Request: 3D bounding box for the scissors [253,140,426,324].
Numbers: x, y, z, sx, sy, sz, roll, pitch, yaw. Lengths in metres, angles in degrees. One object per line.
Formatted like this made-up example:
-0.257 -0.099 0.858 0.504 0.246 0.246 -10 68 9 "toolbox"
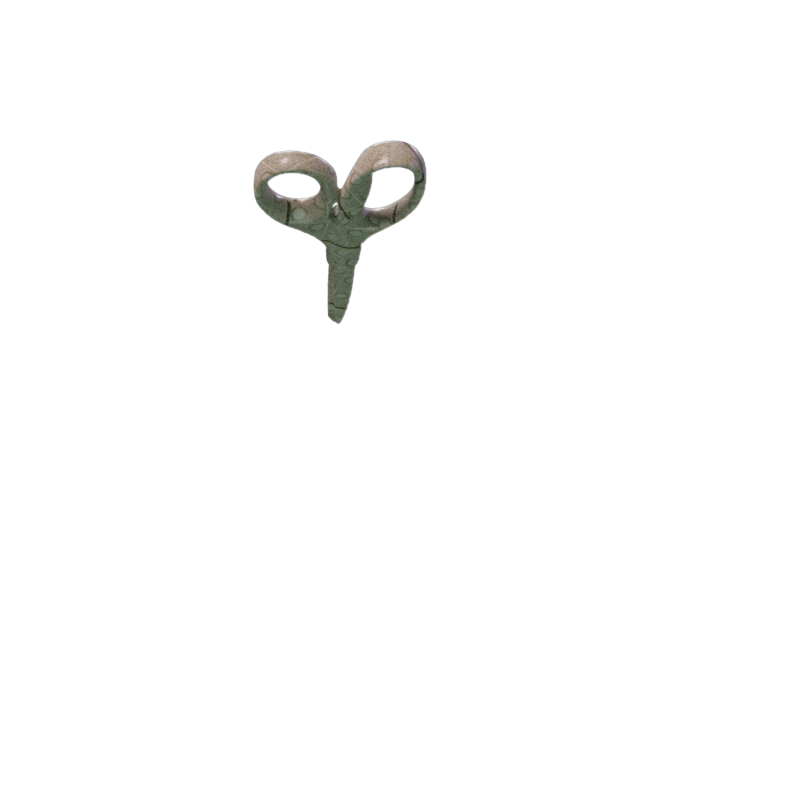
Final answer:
-0.048 -0.088 0.618 0.094 0.017 0.196 8 -23 -19 "scissors"
